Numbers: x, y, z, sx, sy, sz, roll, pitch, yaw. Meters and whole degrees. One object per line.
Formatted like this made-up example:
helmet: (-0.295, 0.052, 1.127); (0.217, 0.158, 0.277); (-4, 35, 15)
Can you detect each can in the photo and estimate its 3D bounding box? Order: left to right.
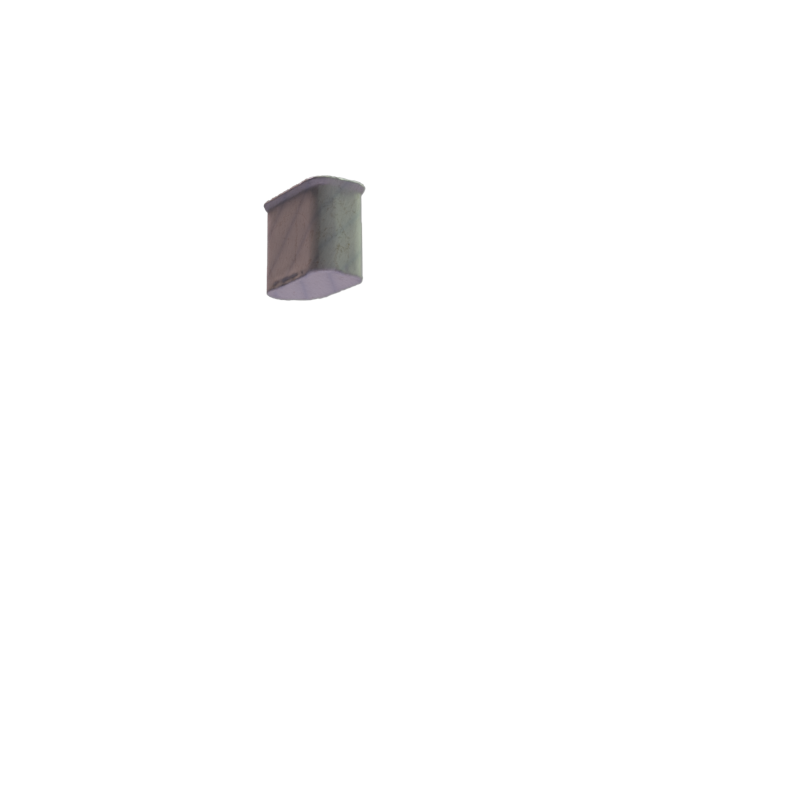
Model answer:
can: (-0.074, -0.135, 0.949); (0.055, 0.087, 0.103); (10, -17, -34)
